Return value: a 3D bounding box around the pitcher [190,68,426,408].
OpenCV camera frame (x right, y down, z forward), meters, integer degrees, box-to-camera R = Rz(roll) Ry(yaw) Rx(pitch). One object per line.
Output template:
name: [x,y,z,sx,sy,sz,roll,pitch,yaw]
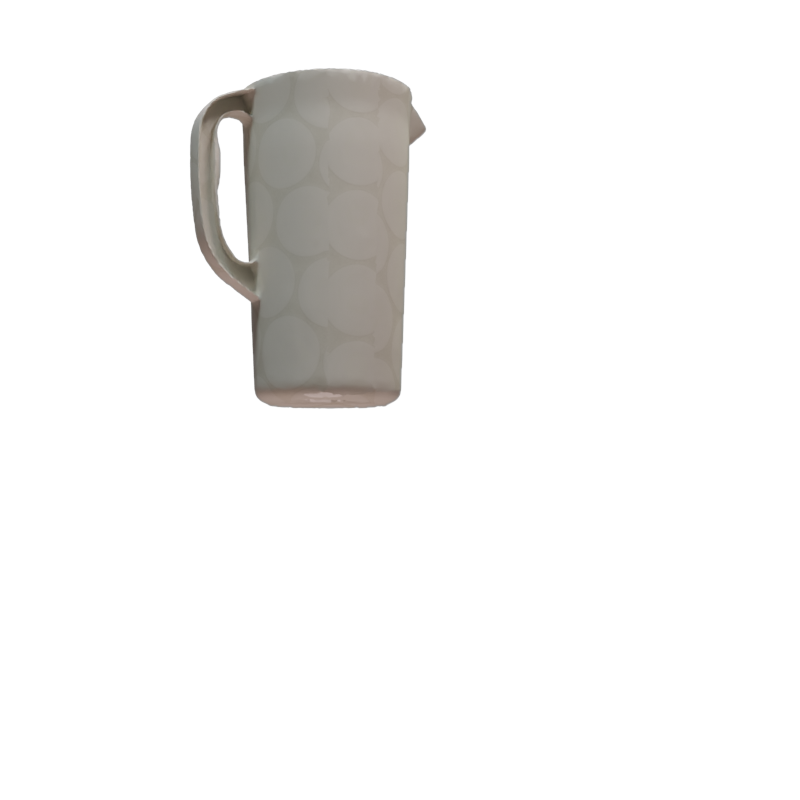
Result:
pitcher: [-0.065,-0.119,0.831,0.152,0.249,0.138,-4,-10,19]
